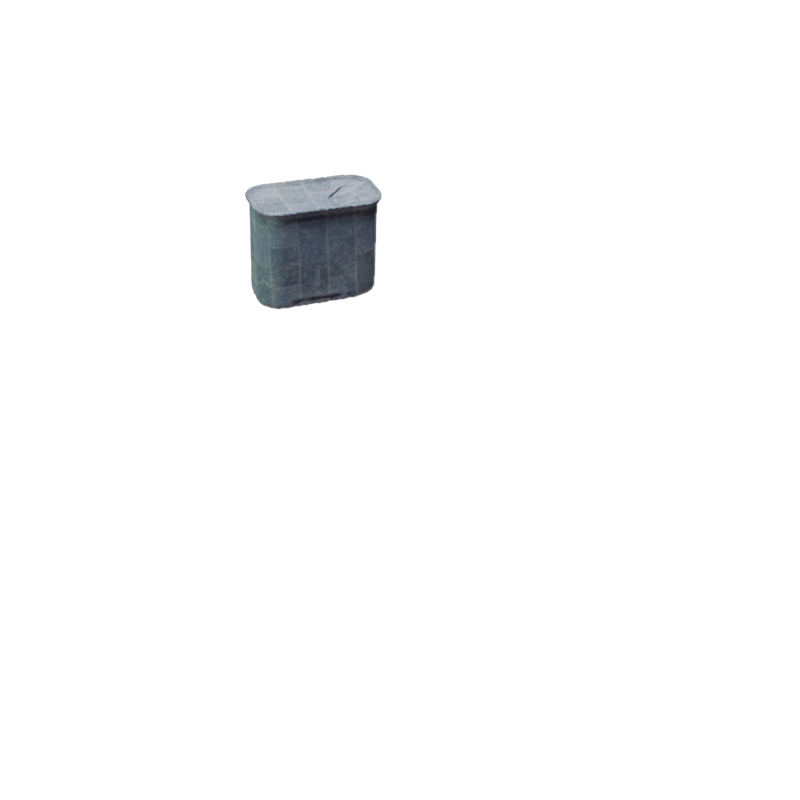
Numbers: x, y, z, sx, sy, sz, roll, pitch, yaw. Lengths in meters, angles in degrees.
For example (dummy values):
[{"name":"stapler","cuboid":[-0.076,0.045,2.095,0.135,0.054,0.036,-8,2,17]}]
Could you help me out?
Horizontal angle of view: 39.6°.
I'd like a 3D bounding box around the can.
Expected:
[{"name":"can","cuboid":[-0.068,-0.124,0.866,0.100,0.079,0.062,-9,32,-17]}]
